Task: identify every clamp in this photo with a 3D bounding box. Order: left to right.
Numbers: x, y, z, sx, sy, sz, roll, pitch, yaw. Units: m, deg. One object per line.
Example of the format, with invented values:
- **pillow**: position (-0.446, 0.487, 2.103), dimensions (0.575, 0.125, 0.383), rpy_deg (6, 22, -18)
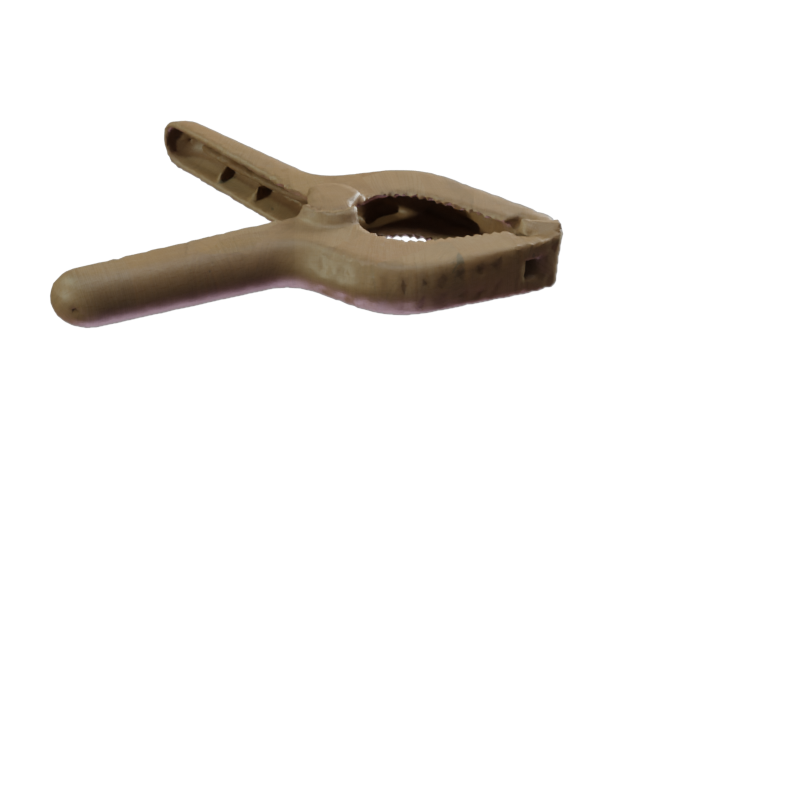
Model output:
- **clamp**: position (-0.038, -0.070, 0.489), dimensions (0.215, 0.034, 0.172), rpy_deg (10, 39, 13)
